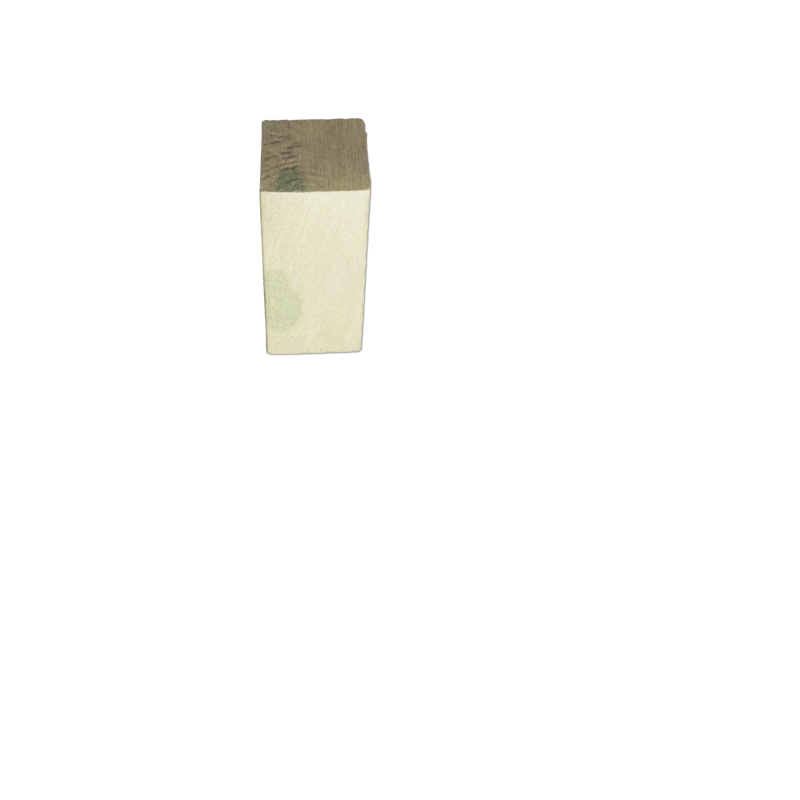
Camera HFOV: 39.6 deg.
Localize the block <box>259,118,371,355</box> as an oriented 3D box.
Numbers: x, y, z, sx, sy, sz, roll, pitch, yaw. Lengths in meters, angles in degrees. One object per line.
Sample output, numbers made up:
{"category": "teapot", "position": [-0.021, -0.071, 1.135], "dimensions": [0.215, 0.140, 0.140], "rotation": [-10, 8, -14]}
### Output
{"category": "block", "position": [-0.076, -0.139, 0.973], "dimensions": [0.090, 0.097, 0.192], "rotation": [-1, -40, -4]}
